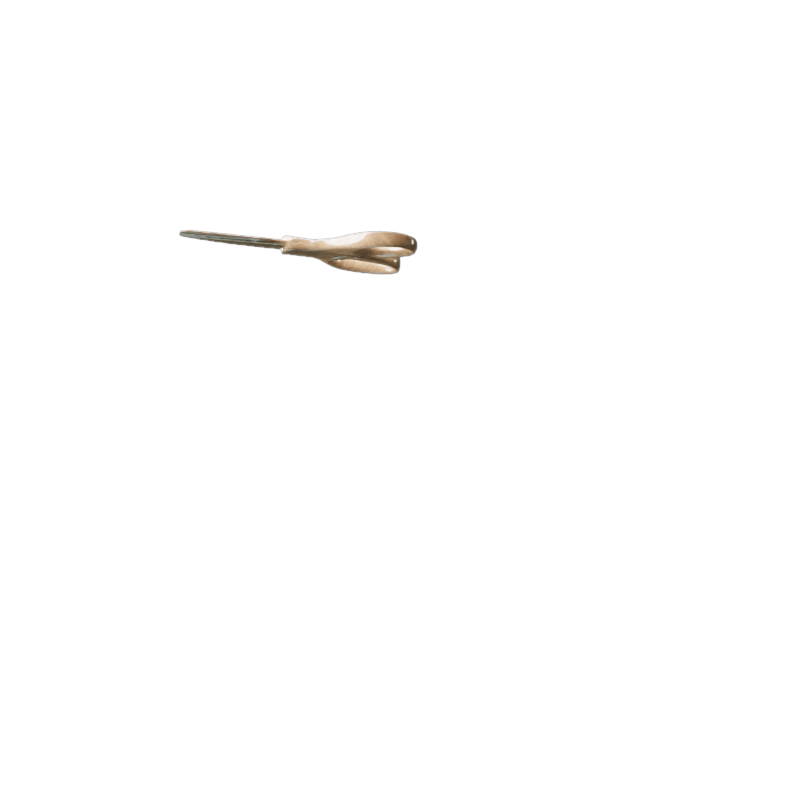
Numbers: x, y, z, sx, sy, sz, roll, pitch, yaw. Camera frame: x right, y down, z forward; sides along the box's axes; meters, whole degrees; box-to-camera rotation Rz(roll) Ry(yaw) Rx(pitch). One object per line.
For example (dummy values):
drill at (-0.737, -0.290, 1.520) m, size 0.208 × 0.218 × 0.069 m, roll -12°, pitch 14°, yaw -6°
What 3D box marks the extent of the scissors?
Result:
scissors at (-0.072, -0.131, 0.917) m, size 0.192 × 0.016 × 0.097 m, roll 8°, pitch -13°, yaw -36°
